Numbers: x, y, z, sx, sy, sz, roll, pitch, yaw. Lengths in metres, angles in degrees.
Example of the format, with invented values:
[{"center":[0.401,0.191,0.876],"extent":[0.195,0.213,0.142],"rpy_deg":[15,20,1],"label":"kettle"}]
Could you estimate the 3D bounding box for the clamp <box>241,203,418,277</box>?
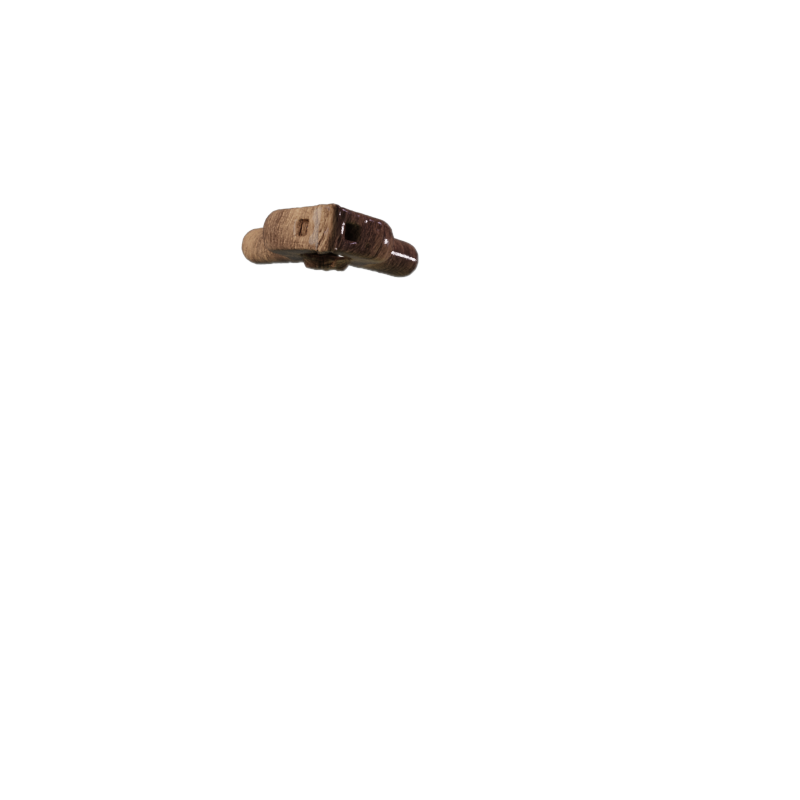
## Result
[{"center":[-0.055,-0.099,0.697],"extent":[0.121,0.040,0.167],"rpy_deg":[0,-2,7],"label":"clamp"}]
